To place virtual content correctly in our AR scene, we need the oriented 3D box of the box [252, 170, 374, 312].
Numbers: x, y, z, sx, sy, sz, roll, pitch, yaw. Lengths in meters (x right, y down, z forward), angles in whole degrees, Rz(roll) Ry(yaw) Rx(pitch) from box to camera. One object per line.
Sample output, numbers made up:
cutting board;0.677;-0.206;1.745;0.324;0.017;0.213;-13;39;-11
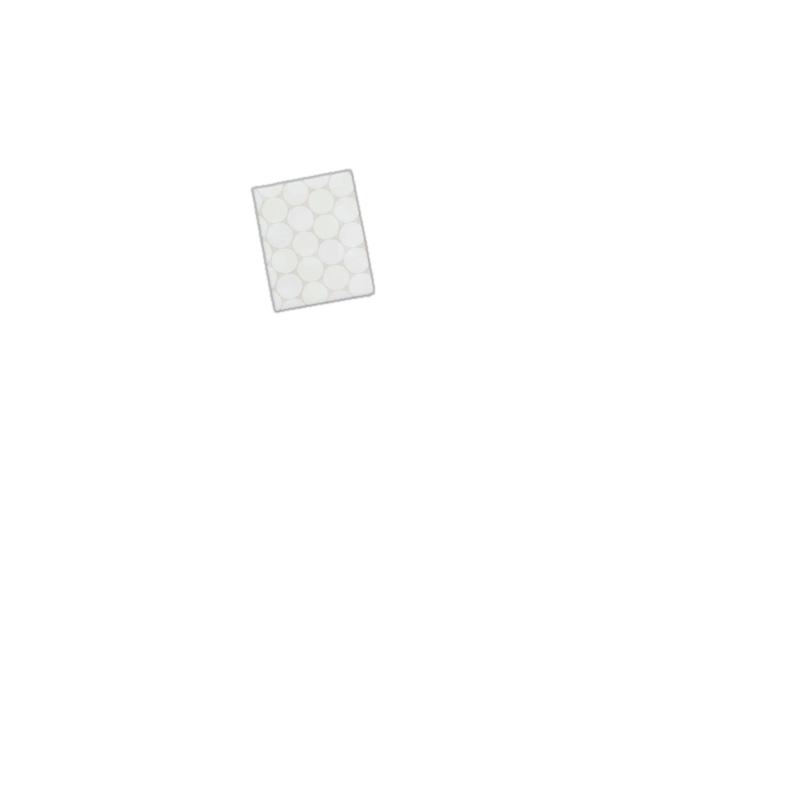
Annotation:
box;-0.077;-0.140;0.983;0.090;0.114;0.039;-11;-1;-1
